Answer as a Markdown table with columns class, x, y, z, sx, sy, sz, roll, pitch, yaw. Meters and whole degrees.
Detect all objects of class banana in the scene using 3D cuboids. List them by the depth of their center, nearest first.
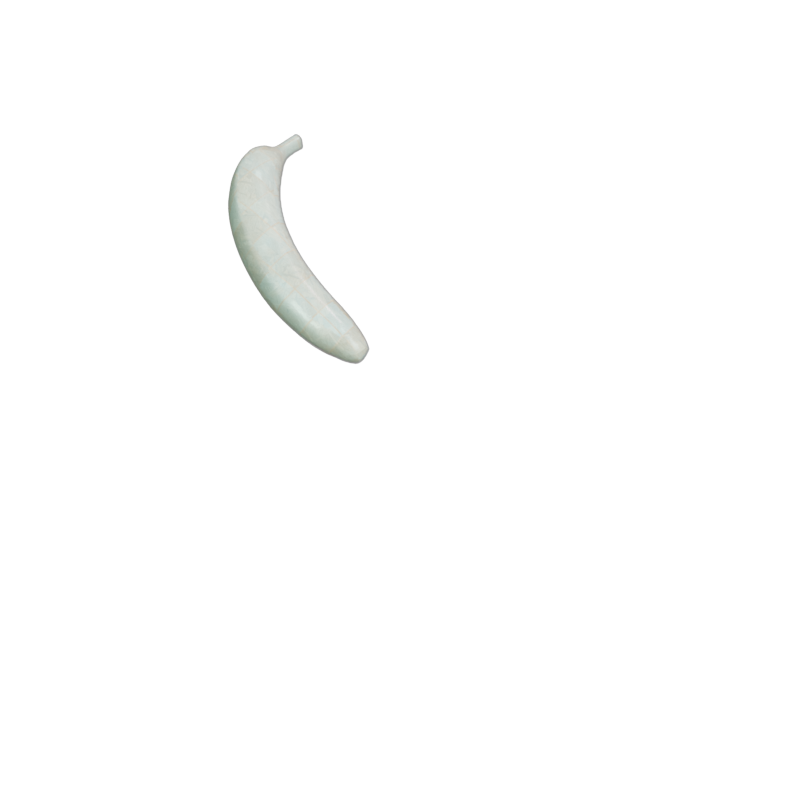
| class | x | y | z | sx | sy | sz | roll | pitch | yaw |
| --- | --- | --- | --- | --- | --- | --- | --- | --- | --- |
| banana | -0.079 | -0.109 | 0.767 | 0.069 | 0.212 | 0.034 | -13 | -30 | -8 |
